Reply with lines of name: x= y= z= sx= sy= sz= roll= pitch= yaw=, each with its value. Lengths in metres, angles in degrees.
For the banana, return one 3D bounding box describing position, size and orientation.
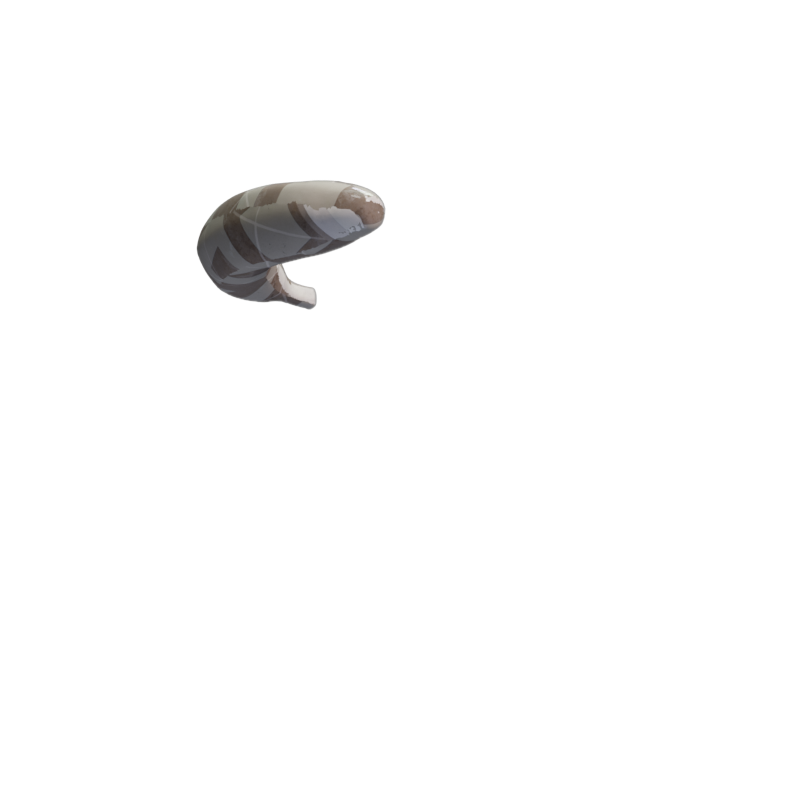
banana: x=-0.059 y=-0.074 z=0.519 sx=0.069 sy=0.037 sz=0.197 roll=1 pitch=-4 yaw=-12
